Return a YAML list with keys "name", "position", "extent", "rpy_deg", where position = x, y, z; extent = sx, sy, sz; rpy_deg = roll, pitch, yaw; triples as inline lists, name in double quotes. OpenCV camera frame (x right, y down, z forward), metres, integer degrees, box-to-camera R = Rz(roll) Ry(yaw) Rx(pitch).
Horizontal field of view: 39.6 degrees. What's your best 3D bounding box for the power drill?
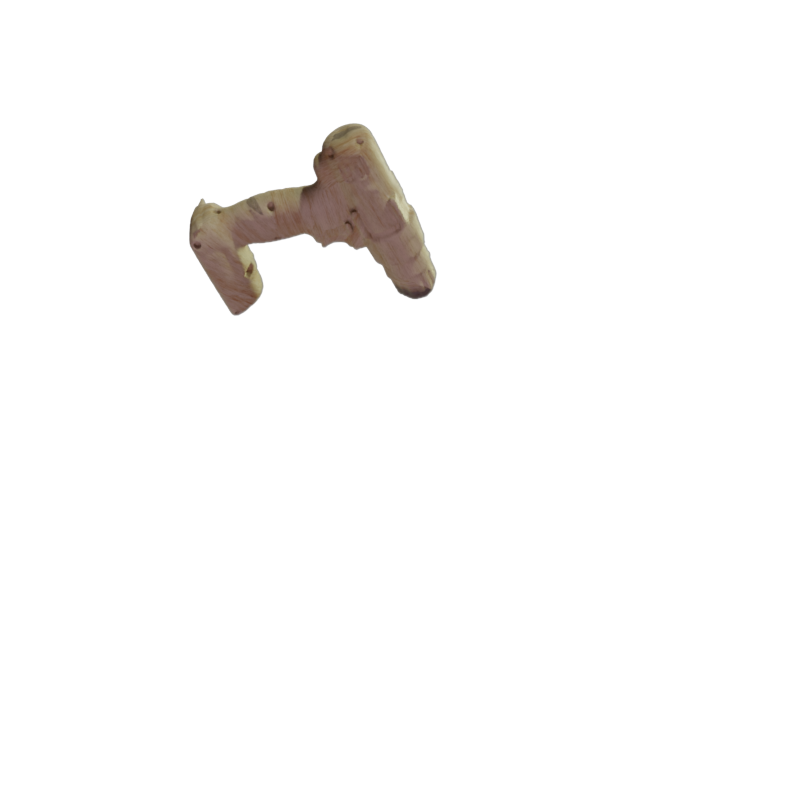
- name: "power drill"
  position: [-0.076, -0.140, 0.977]
  extent: [0.188, 0.171, 0.061]
  rpy_deg: [-19, 34, 13]
